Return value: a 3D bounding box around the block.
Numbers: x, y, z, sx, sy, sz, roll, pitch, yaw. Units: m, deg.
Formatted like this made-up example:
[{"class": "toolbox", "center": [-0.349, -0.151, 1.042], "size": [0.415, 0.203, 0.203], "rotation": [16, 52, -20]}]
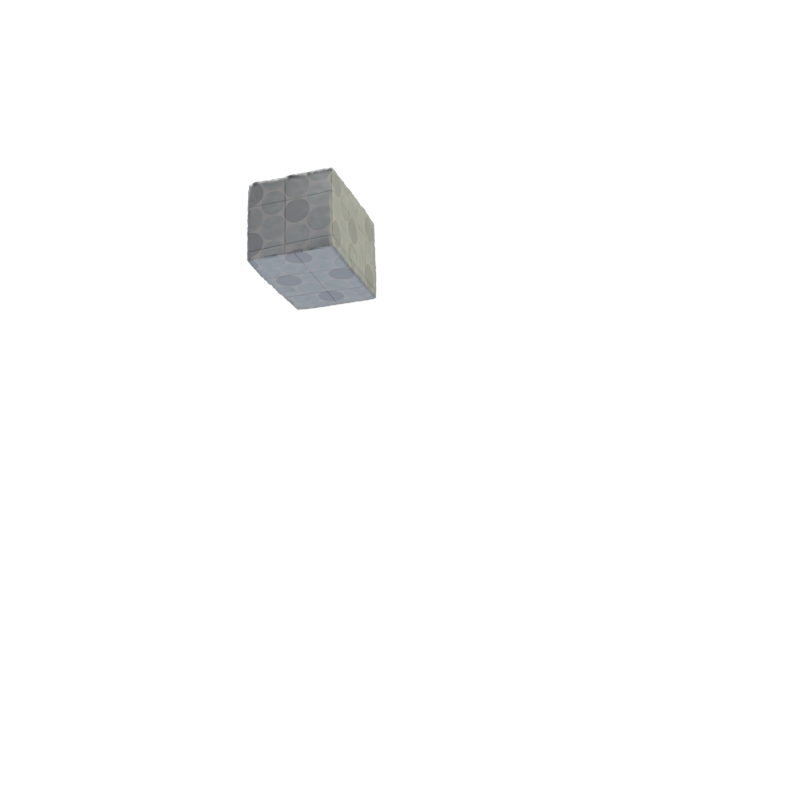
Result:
[{"class": "block", "center": [-0.051, -0.092, 0.645], "size": [0.053, 0.054, 0.073], "rotation": [-8, -22, 17]}]
